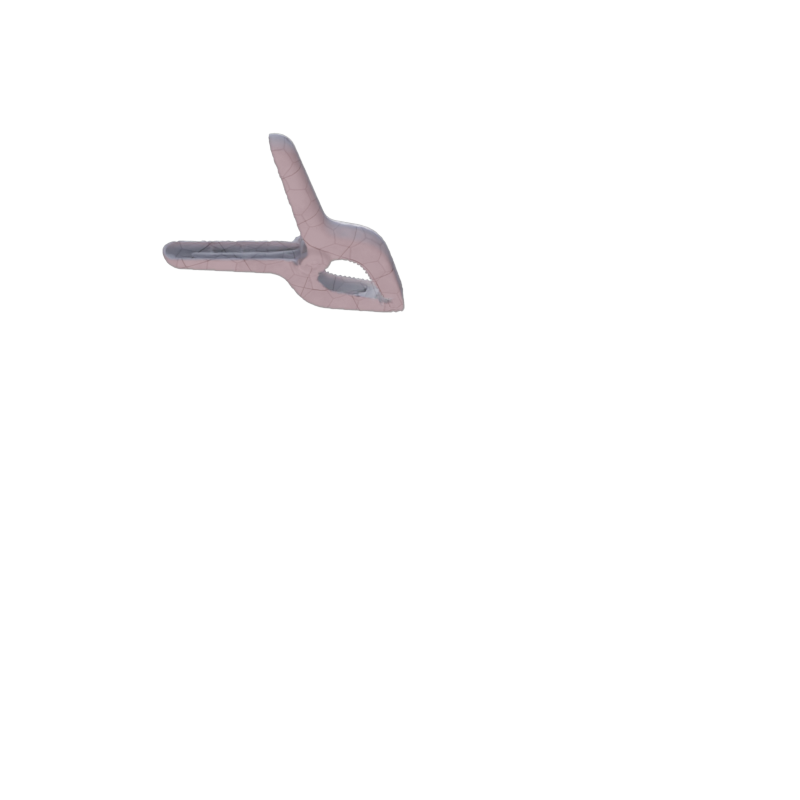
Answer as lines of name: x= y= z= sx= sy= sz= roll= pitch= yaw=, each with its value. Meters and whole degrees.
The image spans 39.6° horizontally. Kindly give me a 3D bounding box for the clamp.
clamp: x=-0.073 y=-0.134 z=0.937 sx=0.201 sy=0.039 sz=0.160 roll=23 pitch=-47 yaw=-24
